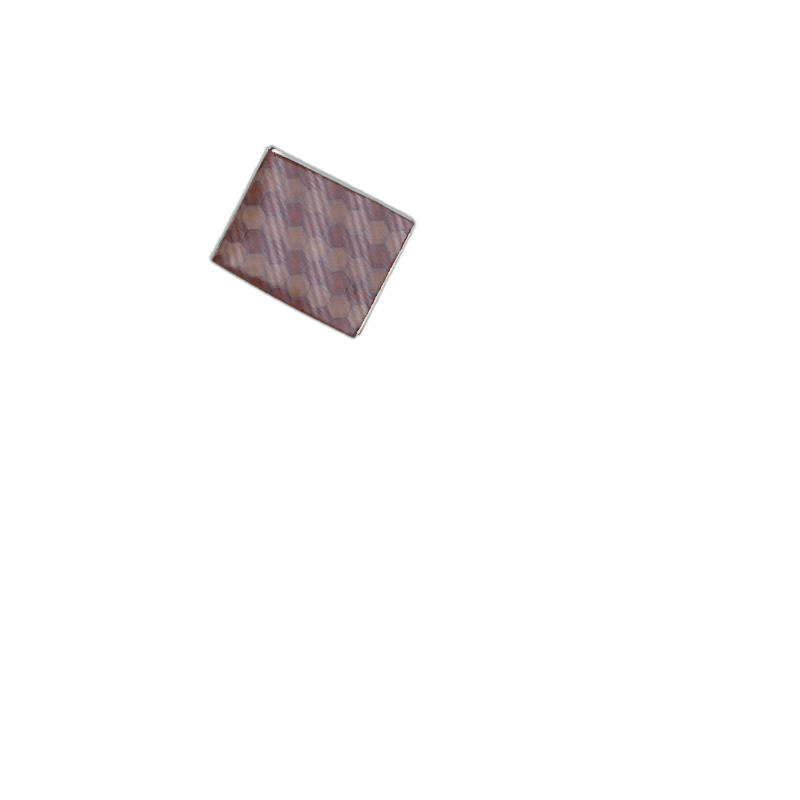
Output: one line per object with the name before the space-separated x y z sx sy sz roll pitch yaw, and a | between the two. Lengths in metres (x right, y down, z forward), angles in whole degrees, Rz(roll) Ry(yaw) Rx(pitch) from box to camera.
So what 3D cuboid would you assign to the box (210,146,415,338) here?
box | -0.059 -0.107 0.748 0.113 0.089 0.039 28 5 -3
